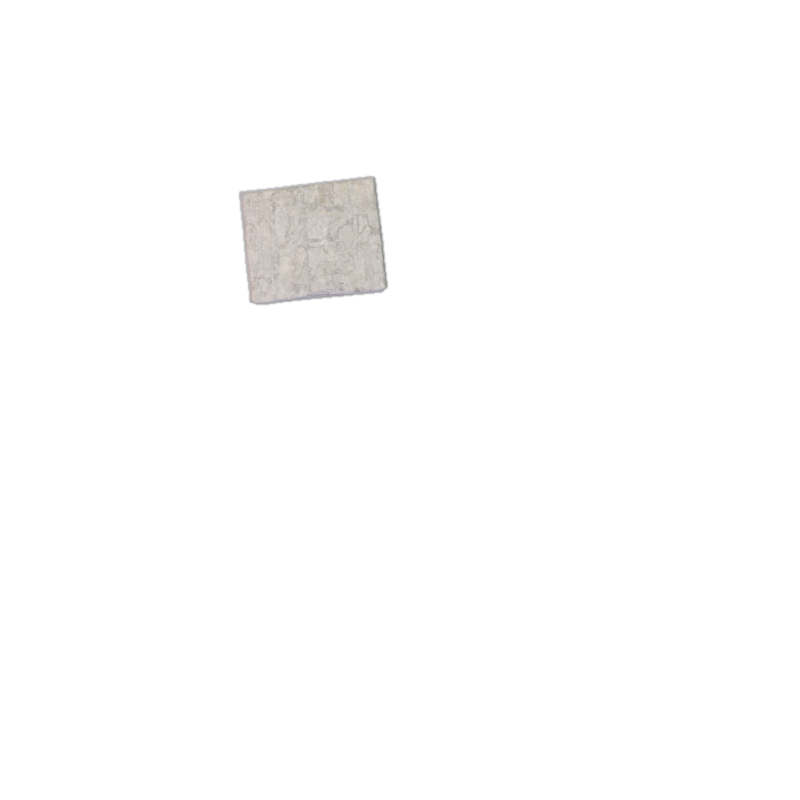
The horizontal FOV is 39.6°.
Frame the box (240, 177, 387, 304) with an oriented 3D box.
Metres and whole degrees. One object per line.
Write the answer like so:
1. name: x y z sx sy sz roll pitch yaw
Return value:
1. box: -0.057 -0.103 0.721 0.089 0.074 0.030 -6 -5 -1
